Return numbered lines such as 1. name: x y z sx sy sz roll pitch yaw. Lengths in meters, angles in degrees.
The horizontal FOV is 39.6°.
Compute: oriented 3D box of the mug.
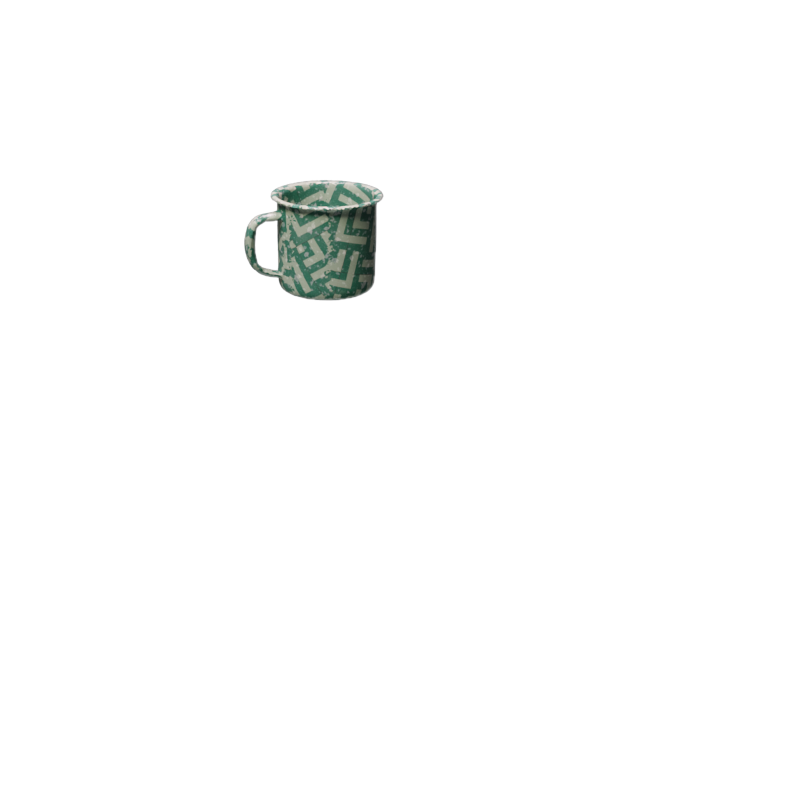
1. mug: -0.072 -0.131 0.920 0.115 0.078 0.099 -9 23 -21
